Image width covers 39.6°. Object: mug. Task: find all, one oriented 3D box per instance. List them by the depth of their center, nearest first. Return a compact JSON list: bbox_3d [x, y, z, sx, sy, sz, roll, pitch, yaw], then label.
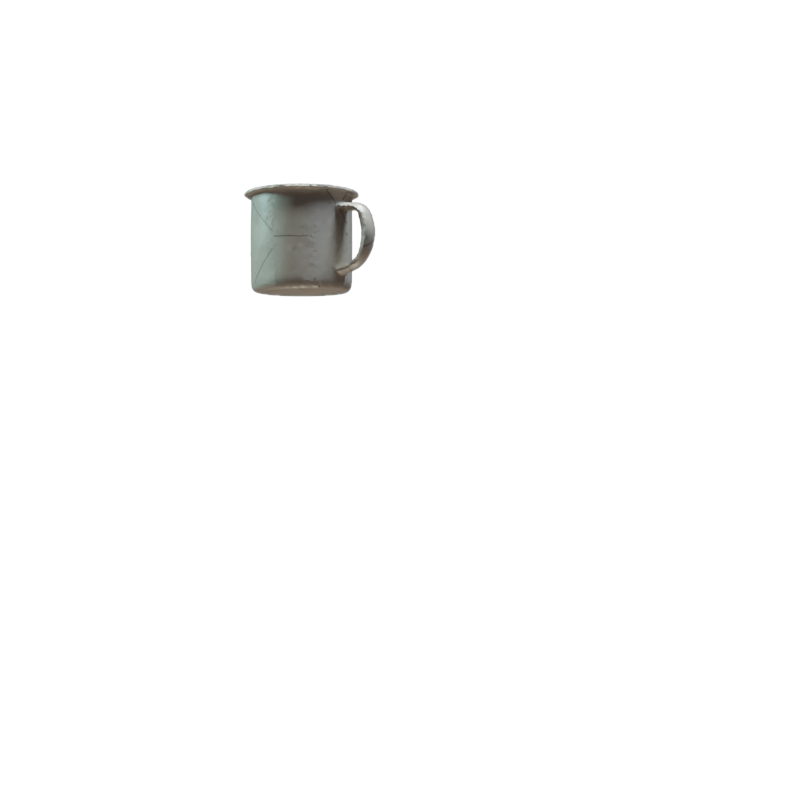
[{"bbox_3d":[-0.070,-0.127,0.890,0.121,0.083,0.089,-2,-3,34],"label":"mug"}]
